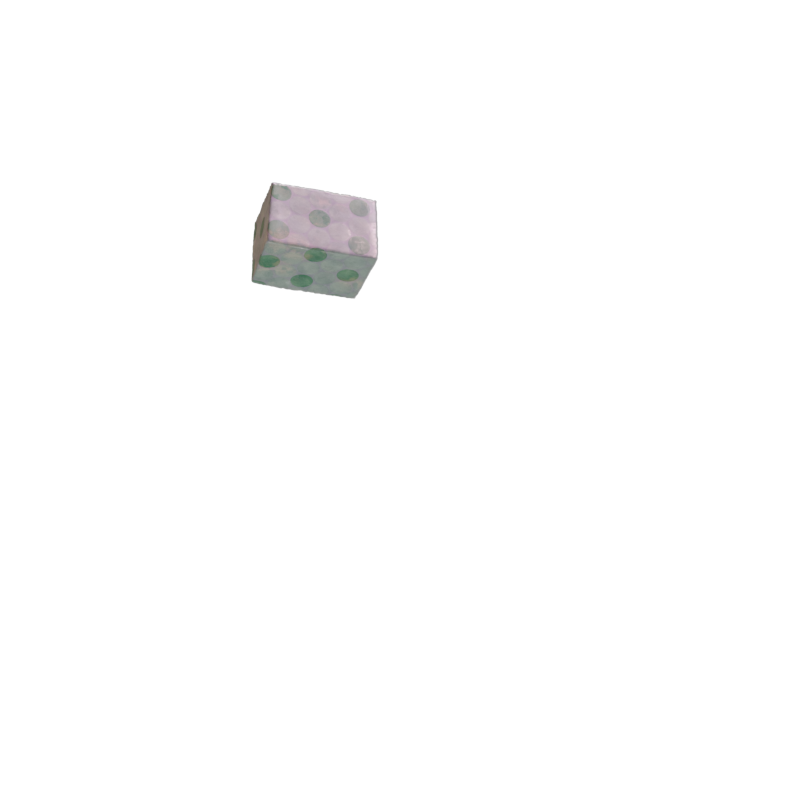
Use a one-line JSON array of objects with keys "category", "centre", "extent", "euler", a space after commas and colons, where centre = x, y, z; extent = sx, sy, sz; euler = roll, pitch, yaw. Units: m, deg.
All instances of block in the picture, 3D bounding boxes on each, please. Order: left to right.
[{"category": "block", "centre": [-0.060, -0.109, 0.764], "extent": [0.076, 0.055, 0.050], "euler": [8, -34, -15]}]
